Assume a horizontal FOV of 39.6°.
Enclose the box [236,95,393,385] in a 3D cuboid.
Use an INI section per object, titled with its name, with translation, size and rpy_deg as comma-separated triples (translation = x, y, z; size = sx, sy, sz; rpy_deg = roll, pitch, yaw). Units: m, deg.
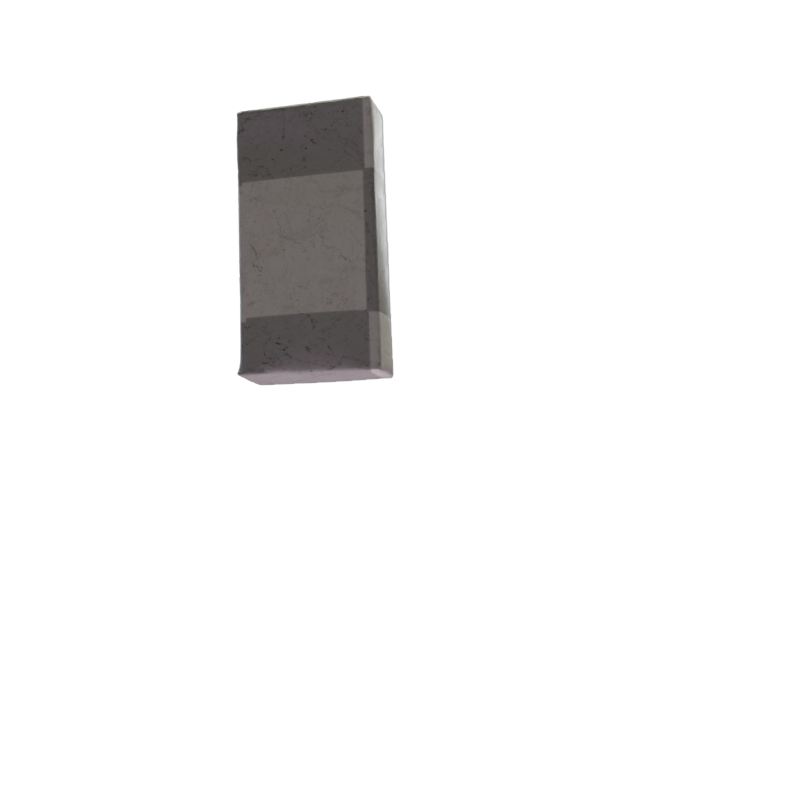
[box]
translation = -0.055, -0.101, 0.709
size = 0.095, 0.183, 0.045
rpy_deg = -5, -15, 14
